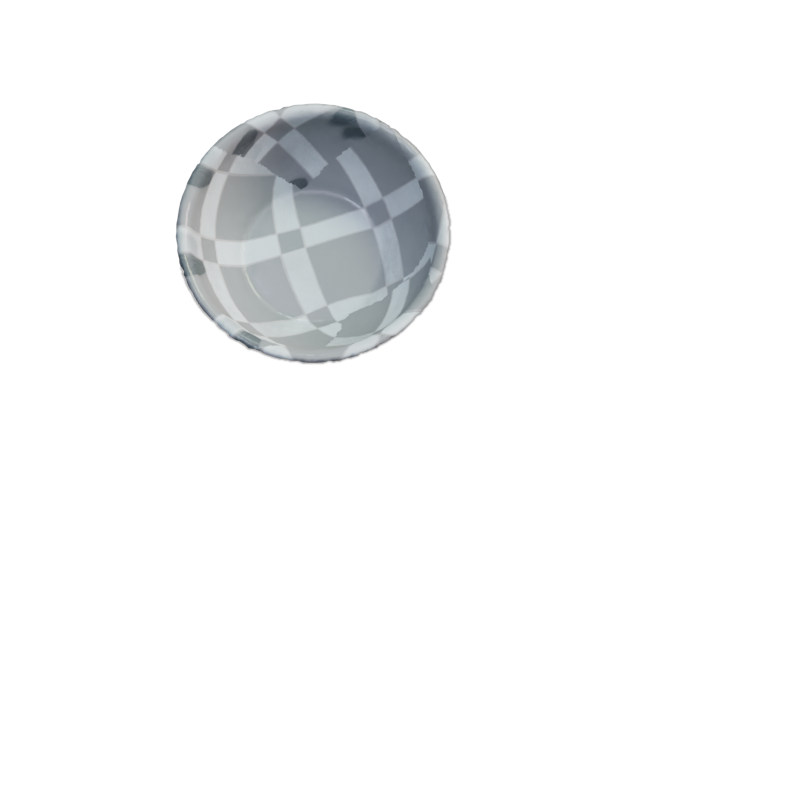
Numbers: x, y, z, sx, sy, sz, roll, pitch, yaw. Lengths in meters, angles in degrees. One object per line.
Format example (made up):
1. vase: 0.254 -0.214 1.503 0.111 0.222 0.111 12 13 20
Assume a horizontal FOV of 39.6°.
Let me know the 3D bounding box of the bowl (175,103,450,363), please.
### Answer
1. bowl: -0.053 -0.096 0.675 0.162 0.169 0.053 -1 -17 -1
